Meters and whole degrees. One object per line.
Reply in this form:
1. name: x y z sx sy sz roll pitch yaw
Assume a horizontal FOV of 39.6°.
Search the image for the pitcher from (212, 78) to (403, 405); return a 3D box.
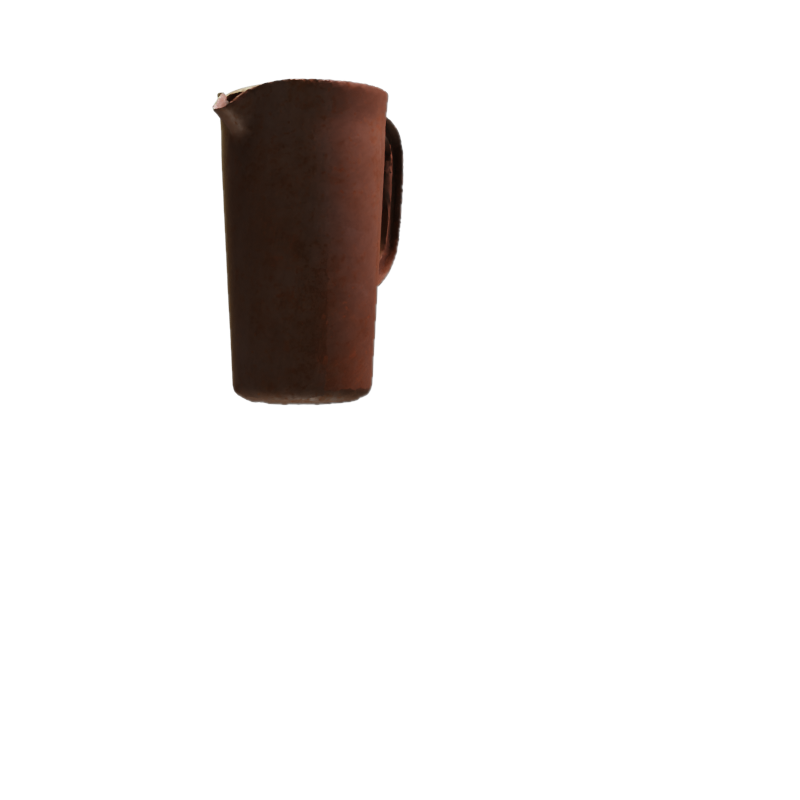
1. pitcher: -0.068 -0.124 0.866 0.149 0.244 0.145 0 0 -1
